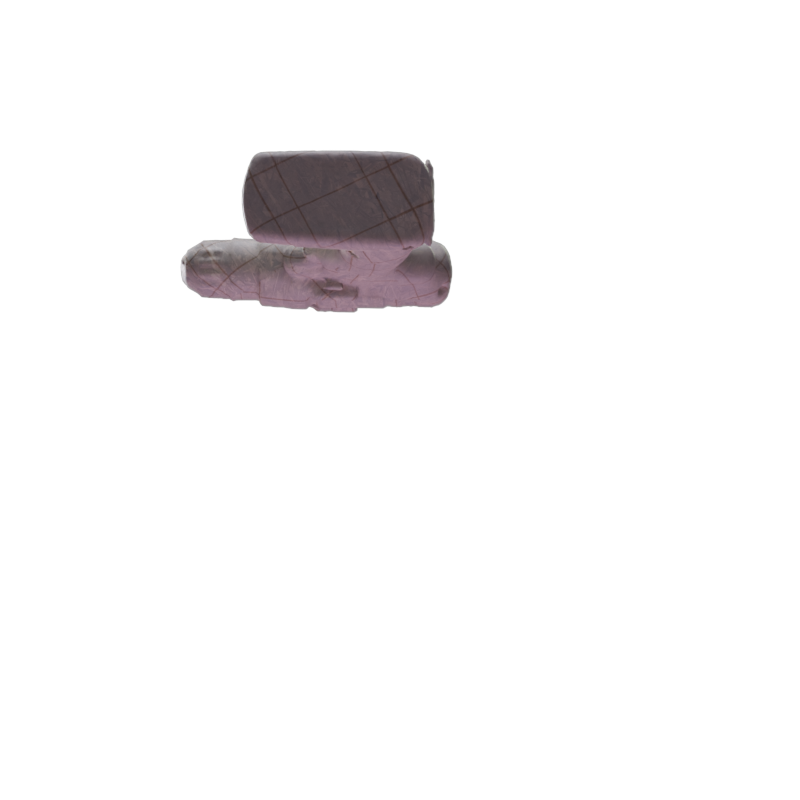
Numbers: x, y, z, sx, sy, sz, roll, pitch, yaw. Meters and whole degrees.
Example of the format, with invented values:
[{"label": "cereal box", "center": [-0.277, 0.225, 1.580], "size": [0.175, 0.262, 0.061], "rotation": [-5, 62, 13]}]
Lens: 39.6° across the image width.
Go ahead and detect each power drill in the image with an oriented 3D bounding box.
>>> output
[{"label": "power drill", "center": [-0.054, -0.099, 0.691], "size": [0.184, 0.059, 0.182], "rotation": [0, -8, -1]}]
